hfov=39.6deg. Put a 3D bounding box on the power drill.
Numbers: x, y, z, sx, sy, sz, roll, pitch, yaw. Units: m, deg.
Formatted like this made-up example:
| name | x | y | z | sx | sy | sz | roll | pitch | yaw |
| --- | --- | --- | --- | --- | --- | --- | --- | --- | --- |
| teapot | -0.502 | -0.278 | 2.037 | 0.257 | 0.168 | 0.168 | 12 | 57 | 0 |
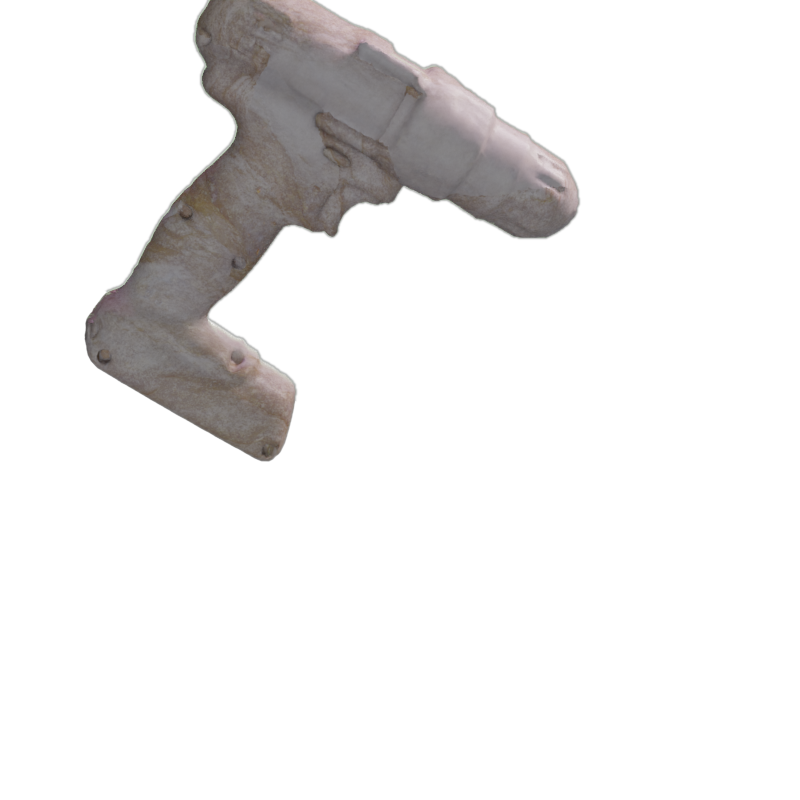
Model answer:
| name | x | y | z | sx | sy | sz | roll | pitch | yaw |
| --- | --- | --- | --- | --- | --- | --- | --- | --- | --- |
| power drill | -0.039 | -0.070 | 0.492 | 0.182 | 0.185 | 0.059 | 31 | 9 | -6 |
